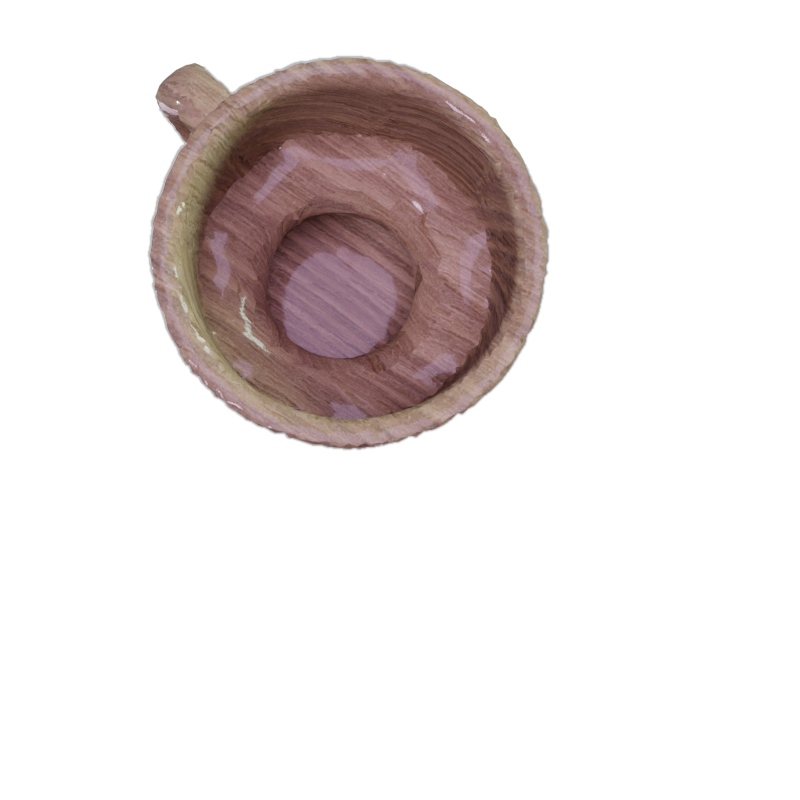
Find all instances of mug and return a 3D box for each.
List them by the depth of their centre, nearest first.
[{"bbox_3d":[-0.023,-0.043,0.299,0.119,0.094,0.080,44,-7,5],"label":"mug"}]
